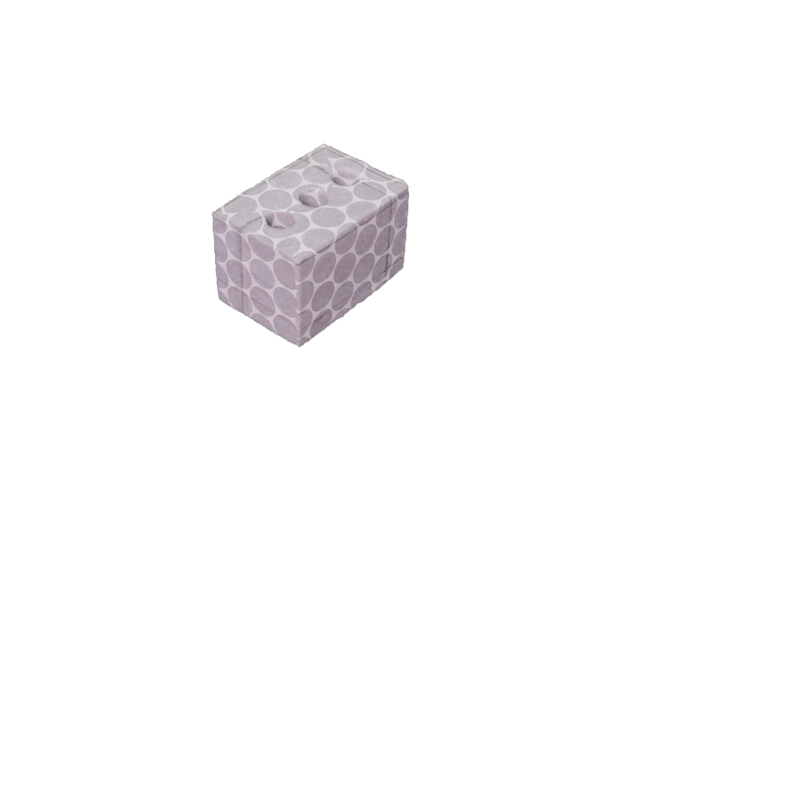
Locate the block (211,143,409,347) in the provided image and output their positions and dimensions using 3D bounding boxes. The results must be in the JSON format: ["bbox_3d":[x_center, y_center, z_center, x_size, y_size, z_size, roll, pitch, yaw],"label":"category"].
[{"bbox_3d":[-0.040,-0.072,0.505,0.056,0.048,0.079,28,48,27],"label":"block"}]
